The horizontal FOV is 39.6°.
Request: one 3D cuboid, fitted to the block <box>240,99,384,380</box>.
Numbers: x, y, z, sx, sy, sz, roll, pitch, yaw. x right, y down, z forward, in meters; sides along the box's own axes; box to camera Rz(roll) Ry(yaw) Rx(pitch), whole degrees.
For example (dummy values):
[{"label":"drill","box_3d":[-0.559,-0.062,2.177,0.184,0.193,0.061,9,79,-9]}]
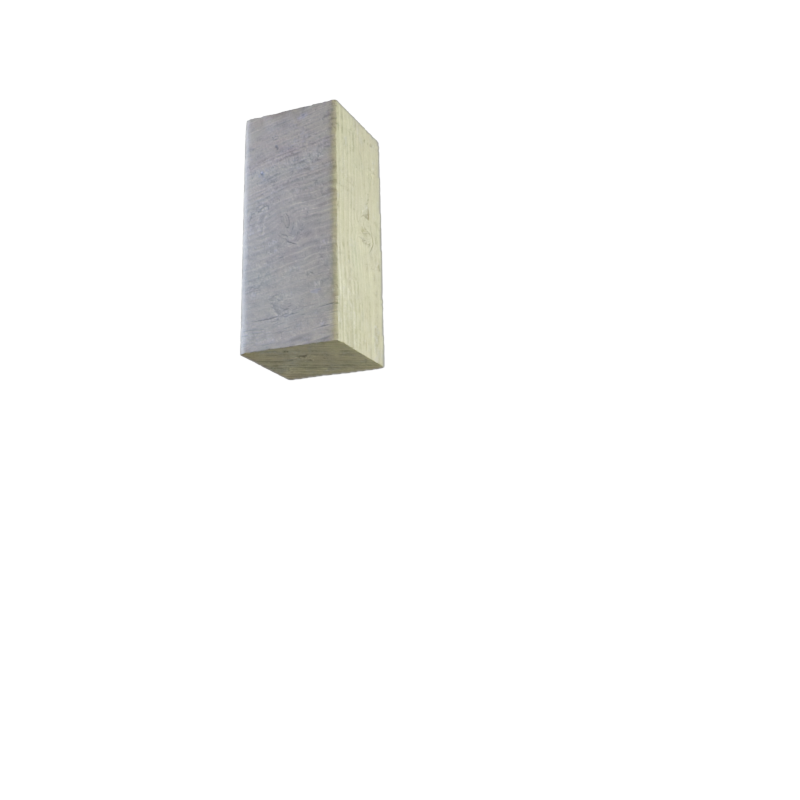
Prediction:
[{"label":"block","box_3d":[-0.073,-0.131,0.921,0.092,0.216,0.085,-10,-22,22]}]
